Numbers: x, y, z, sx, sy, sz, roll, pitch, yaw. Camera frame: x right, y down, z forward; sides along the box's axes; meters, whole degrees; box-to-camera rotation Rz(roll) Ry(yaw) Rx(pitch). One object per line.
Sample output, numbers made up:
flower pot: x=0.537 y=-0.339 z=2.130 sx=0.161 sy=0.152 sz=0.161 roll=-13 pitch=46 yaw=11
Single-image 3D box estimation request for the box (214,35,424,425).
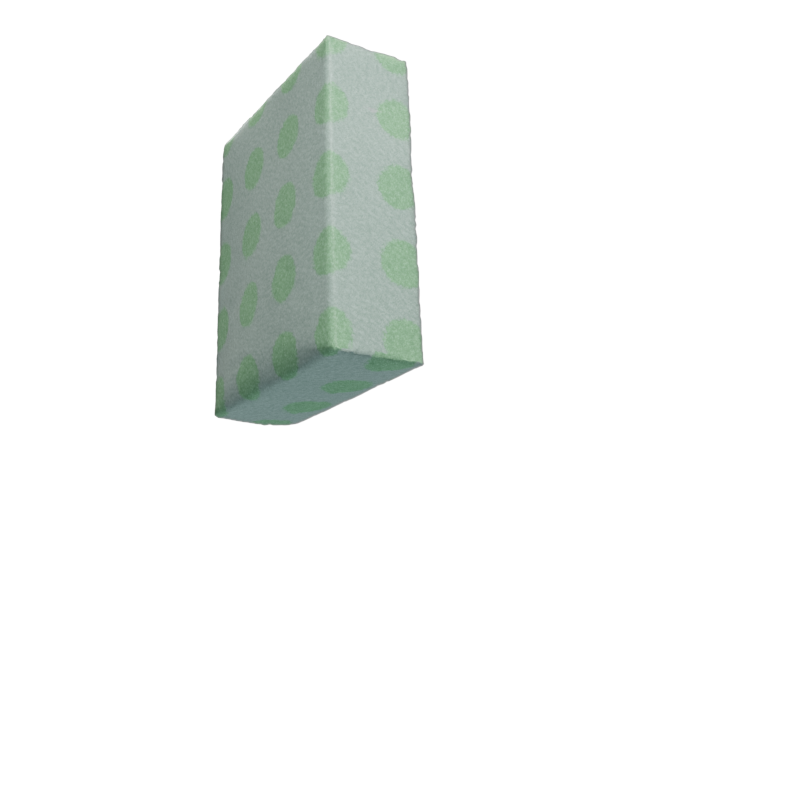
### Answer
box: x=-0.058 y=-0.105 z=0.739 sx=0.069 sy=0.225 sz=0.163 roll=12 pitch=-25 yaw=-30
